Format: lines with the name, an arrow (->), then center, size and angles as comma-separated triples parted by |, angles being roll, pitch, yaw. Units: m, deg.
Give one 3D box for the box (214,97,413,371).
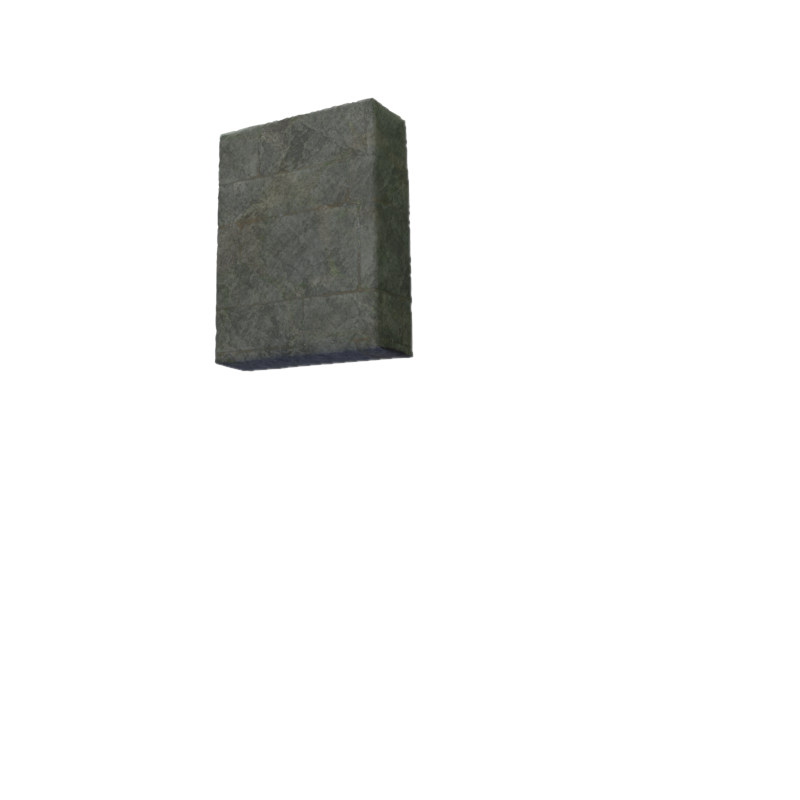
box -> -0.076, -0.138, 0.965 | 0.168, 0.221, 0.068 | -8, -16, 29
